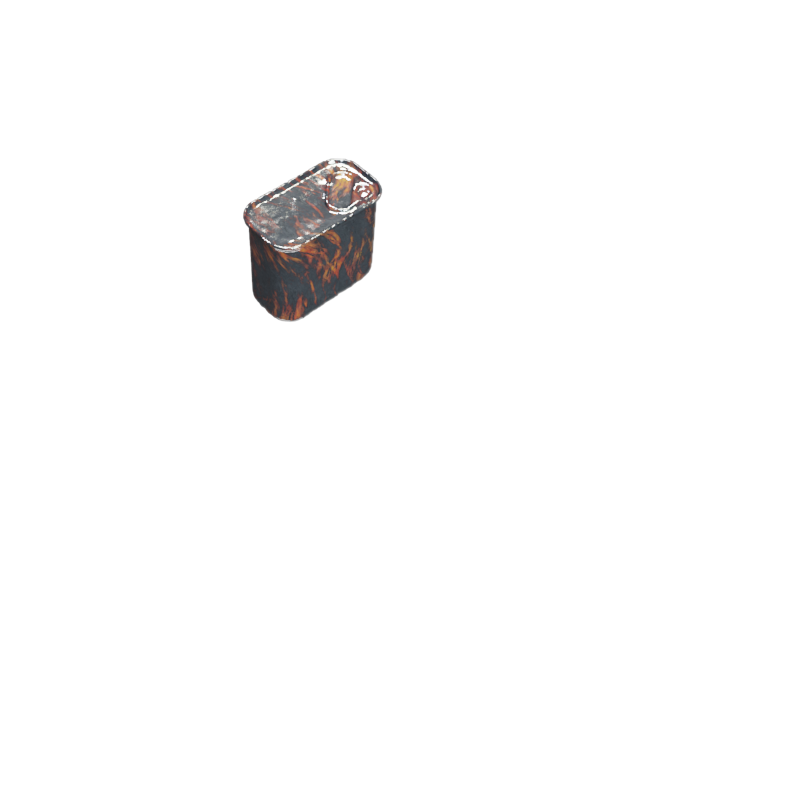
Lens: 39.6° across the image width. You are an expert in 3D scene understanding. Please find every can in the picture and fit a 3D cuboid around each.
[{"bbox_3d":[-0.064,-0.117,0.821,0.102,0.078,0.061,-35,59,-27],"label":"can"}]
